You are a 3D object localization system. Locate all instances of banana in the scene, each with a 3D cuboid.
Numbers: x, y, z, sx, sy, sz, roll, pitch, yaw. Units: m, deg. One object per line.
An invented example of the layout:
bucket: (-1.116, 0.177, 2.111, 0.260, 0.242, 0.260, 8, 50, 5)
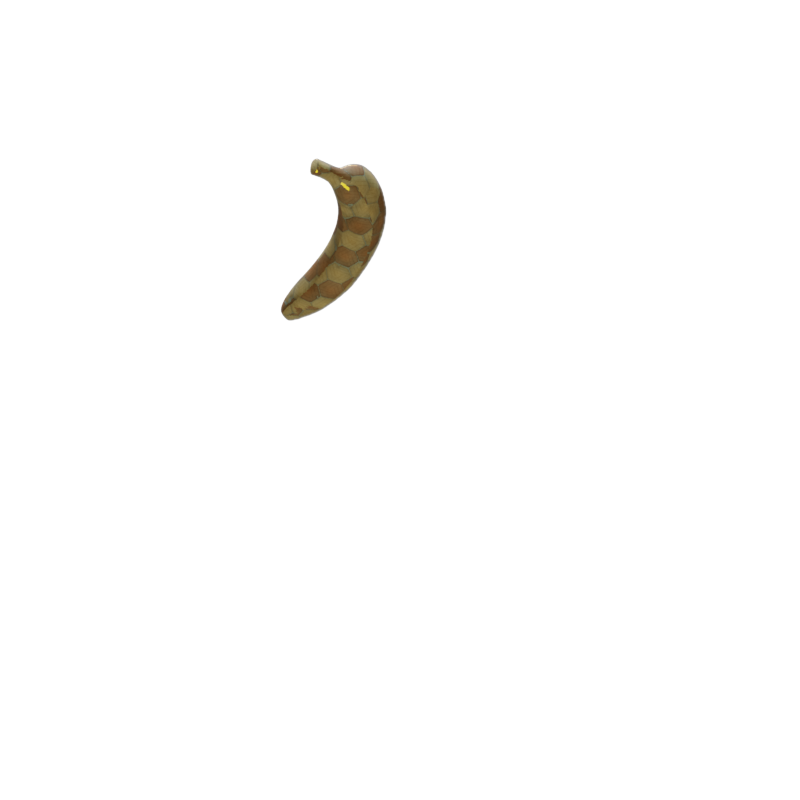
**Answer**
banana: (-0.051, -0.128, 0.891, 0.069, 0.039, 0.187, 6, -36, -10)
